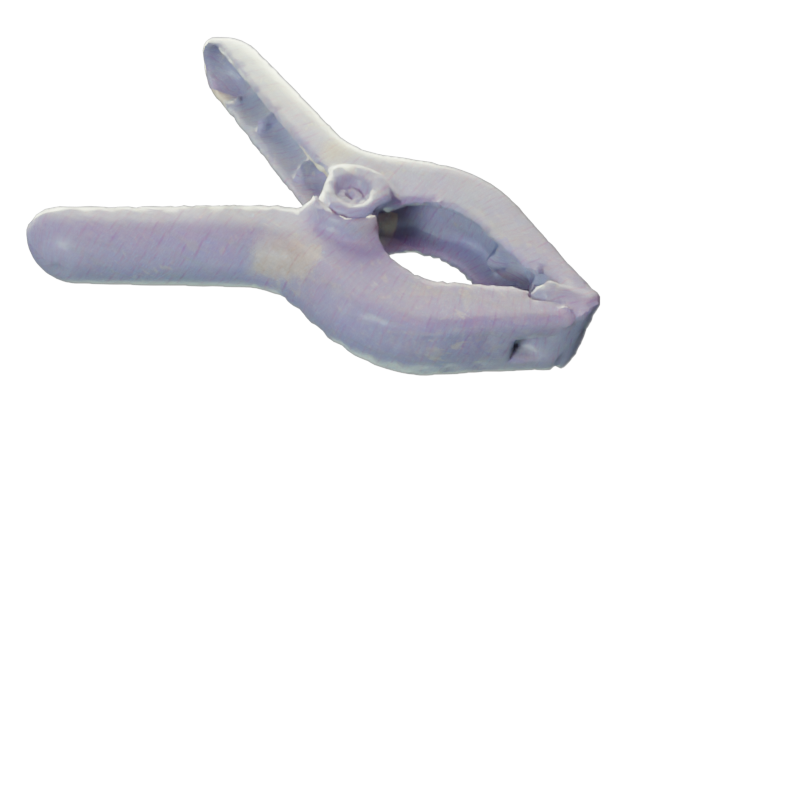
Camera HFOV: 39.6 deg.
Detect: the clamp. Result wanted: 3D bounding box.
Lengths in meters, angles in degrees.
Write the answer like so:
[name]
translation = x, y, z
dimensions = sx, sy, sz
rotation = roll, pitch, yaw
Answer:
[clamp]
translation = -0.027, -0.050, 0.351
dimensions = 0.179, 0.123, 0.037
rotation = 30, -31, 19
